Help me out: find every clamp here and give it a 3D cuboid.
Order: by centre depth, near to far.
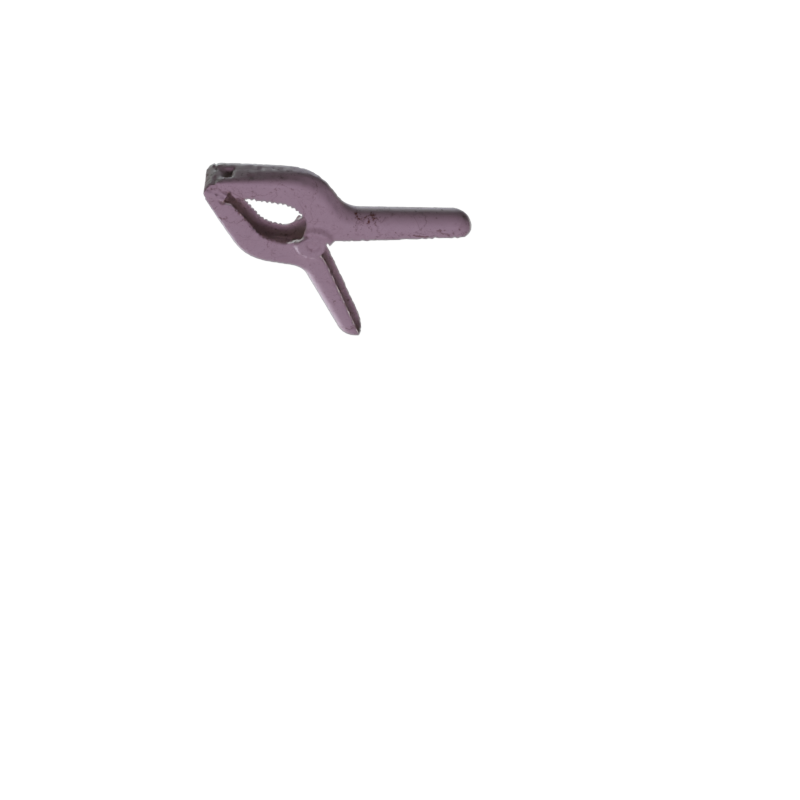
[{"bbox_3d":[-0.071,-0.129,0.907,0.202,0.039,0.159,20,-46,-21],"label":"clamp"}]
